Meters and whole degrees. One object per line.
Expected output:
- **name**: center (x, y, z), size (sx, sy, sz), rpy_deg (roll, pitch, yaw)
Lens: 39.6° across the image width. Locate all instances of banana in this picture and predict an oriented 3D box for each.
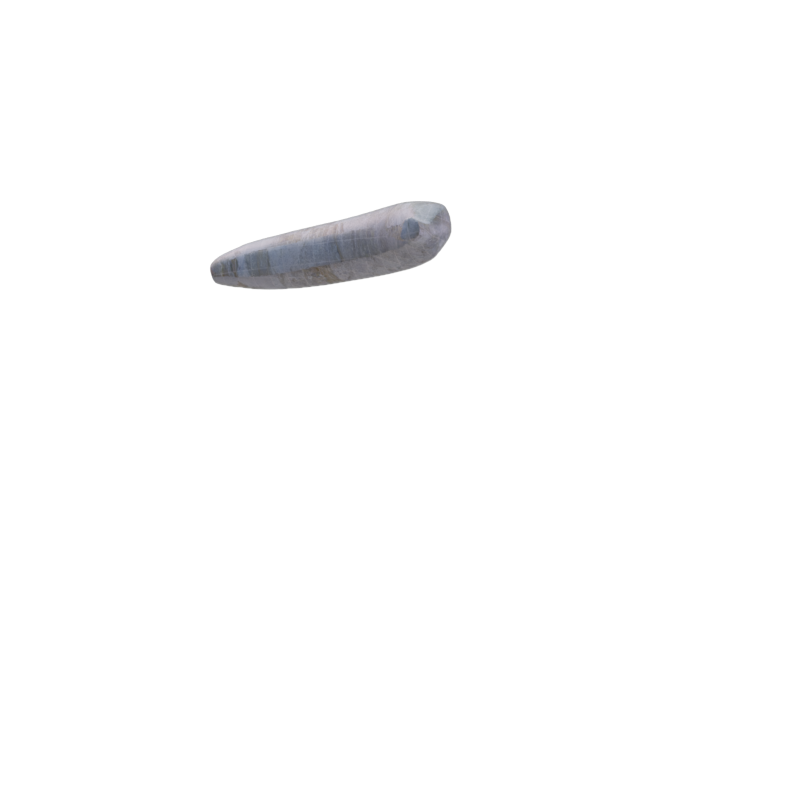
- **banana**: center (-0.034, -0.091, 0.650), size (0.066, 0.037, 0.203), rpy_deg (5, -7, -39)
